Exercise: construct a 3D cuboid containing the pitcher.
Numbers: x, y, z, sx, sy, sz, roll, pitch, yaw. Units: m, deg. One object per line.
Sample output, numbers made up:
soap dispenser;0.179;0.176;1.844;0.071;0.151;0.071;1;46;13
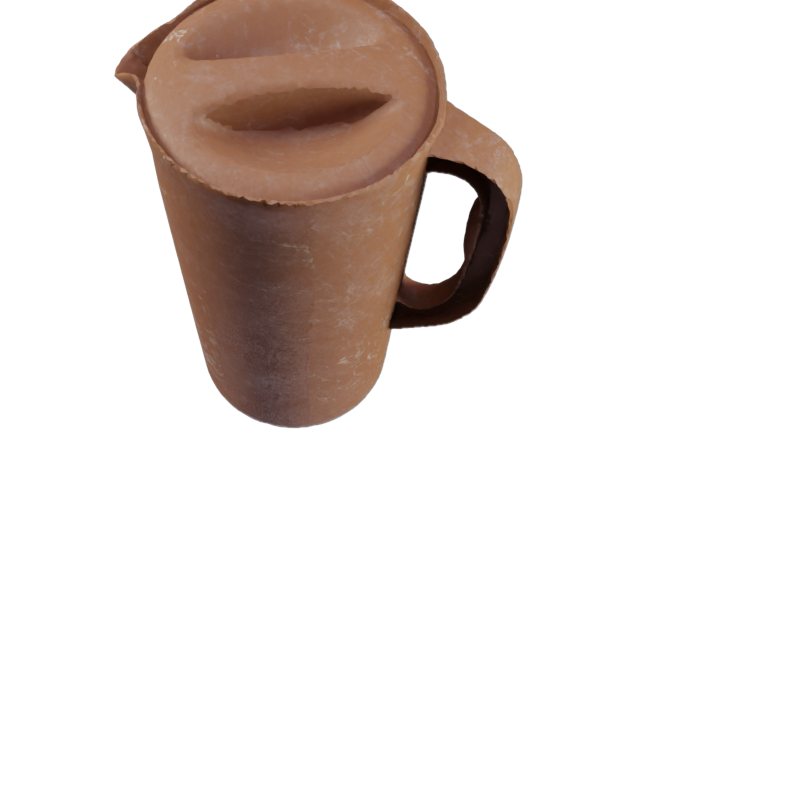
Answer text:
pitcher;-0.044;-0.080;0.562;0.144;0.160;0.228;-24;-26;-16
